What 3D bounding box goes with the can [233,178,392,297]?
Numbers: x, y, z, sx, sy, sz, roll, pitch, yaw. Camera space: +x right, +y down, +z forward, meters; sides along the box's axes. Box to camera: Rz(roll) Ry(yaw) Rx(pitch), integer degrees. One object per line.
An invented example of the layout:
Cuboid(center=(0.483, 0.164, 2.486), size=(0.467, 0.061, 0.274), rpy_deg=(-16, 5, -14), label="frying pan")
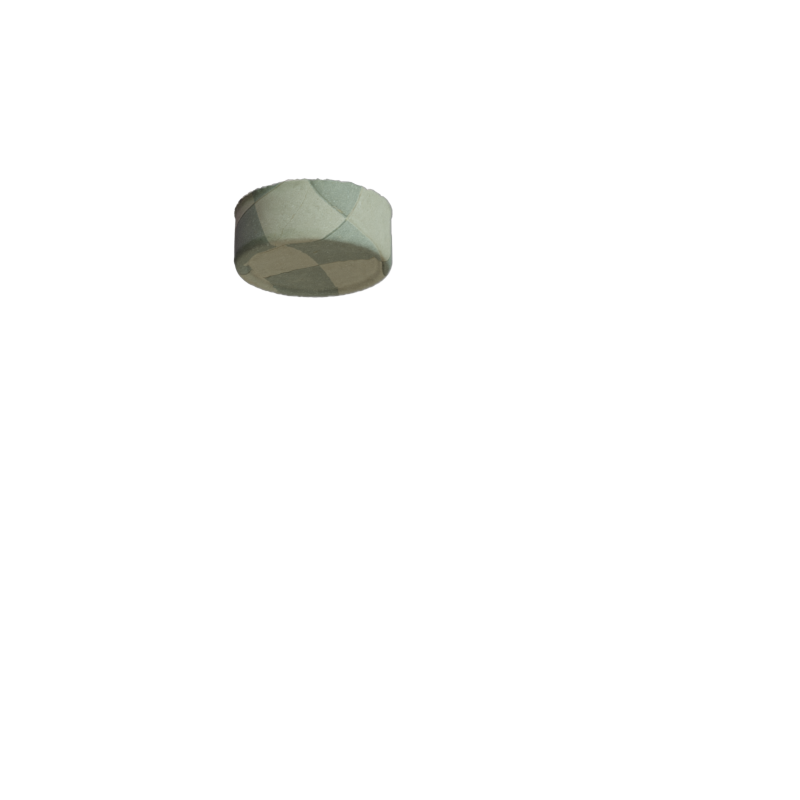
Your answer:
Cuboid(center=(-0.046, -0.085, 0.594), size=(0.086, 0.035, 0.082), rpy_deg=(0, -18, -2), label="can")
